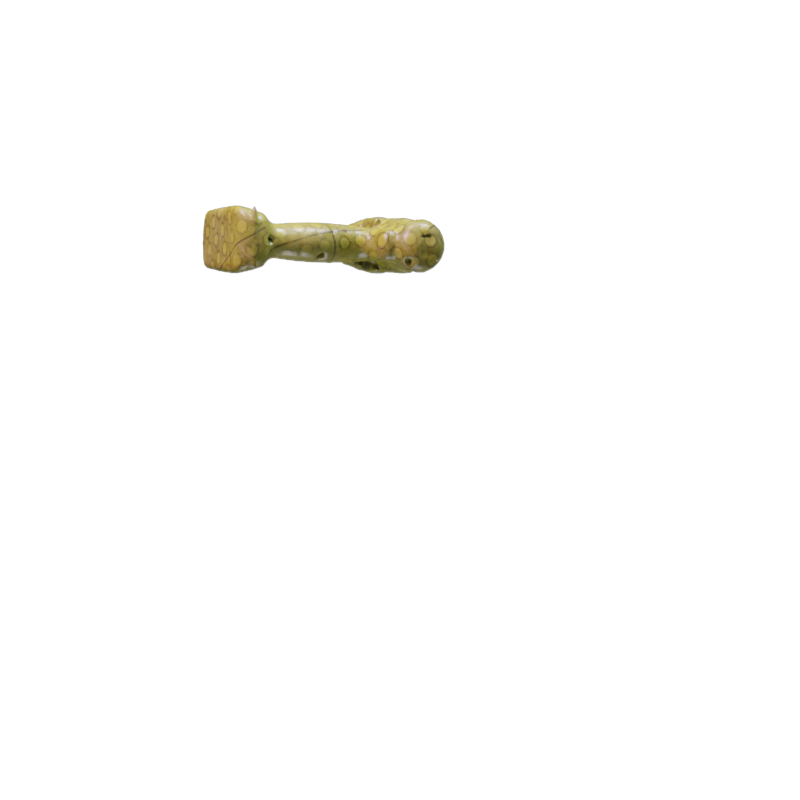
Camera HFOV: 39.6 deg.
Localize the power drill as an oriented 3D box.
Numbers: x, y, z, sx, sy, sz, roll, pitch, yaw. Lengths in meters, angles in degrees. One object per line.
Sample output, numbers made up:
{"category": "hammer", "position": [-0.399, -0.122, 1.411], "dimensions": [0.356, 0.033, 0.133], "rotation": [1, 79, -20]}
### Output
{"category": "power drill", "position": [-0.078, -0.142, 0.995], "dimensions": [0.182, 0.057, 0.190], "rotation": [-2, 6, -24]}
